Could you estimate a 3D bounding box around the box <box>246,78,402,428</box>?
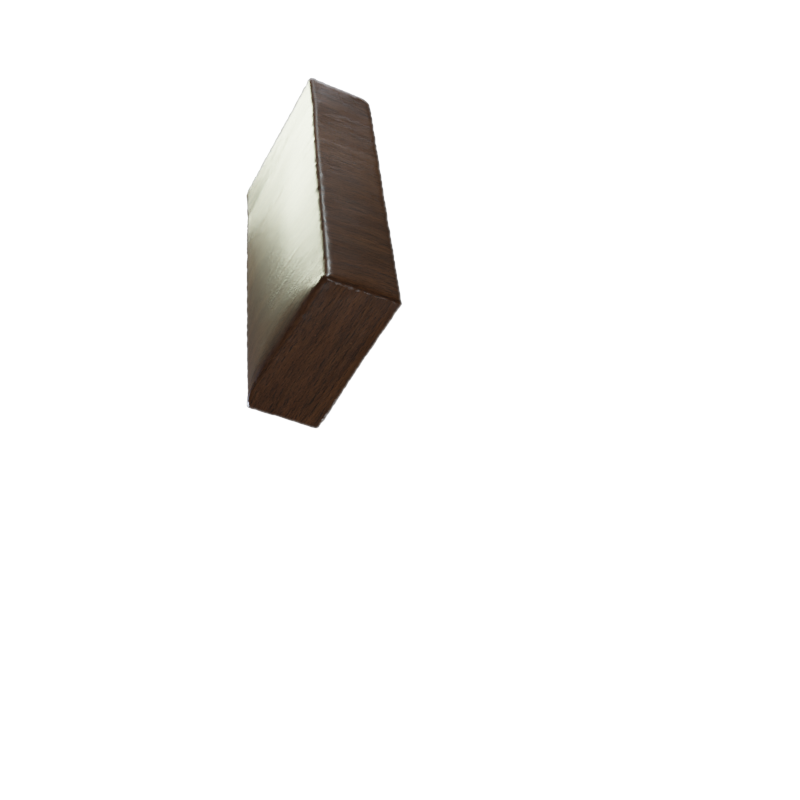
[{"bbox_3d":[-0.045,-0.083,0.580,0.046,0.189,0.090,20,-52,-21],"label":"box"}]
